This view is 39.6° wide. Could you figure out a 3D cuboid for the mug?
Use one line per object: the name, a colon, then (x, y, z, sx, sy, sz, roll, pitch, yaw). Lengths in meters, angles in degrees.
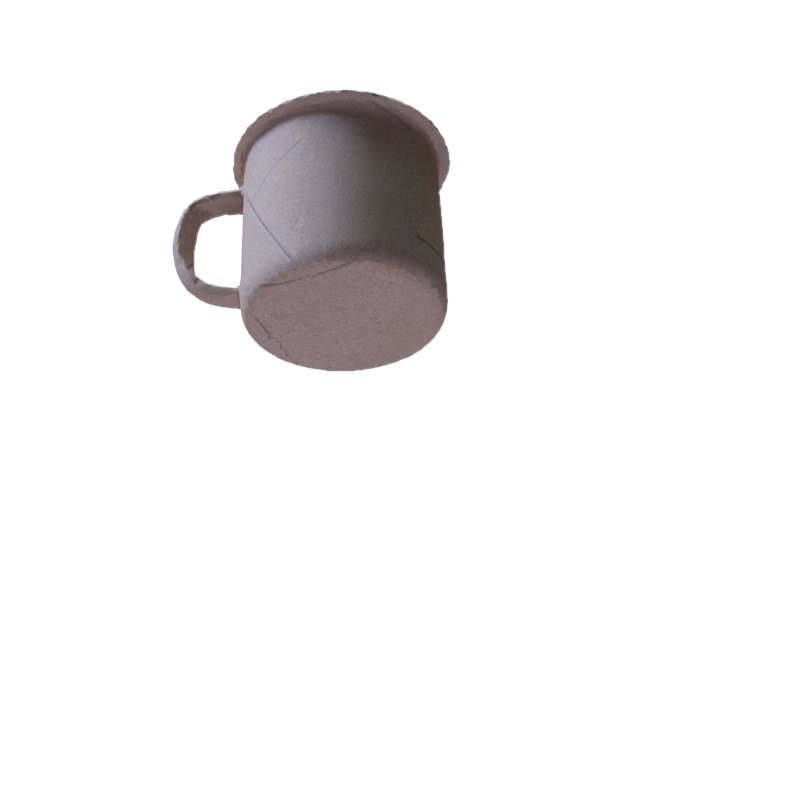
mug: (-0.036, -0.065, 0.454, 0.117, 0.087, 0.087, -2, -33, 2)
